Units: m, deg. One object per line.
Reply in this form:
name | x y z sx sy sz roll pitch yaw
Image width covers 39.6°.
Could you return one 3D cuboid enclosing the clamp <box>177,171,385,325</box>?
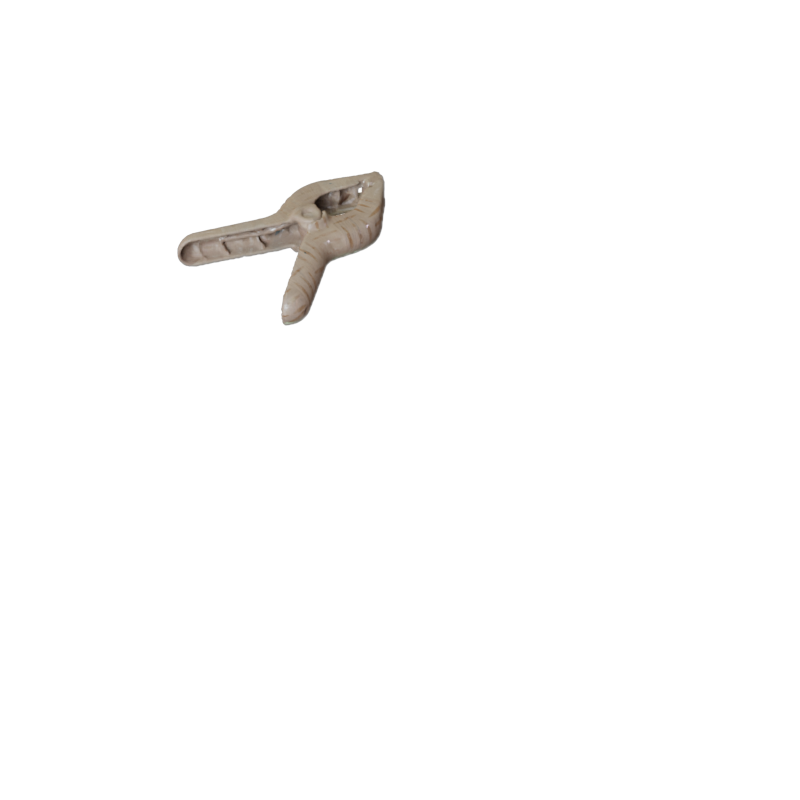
clamp | -0.064 -0.117 0.816 0.172 0.036 0.129 -32 54 -27
